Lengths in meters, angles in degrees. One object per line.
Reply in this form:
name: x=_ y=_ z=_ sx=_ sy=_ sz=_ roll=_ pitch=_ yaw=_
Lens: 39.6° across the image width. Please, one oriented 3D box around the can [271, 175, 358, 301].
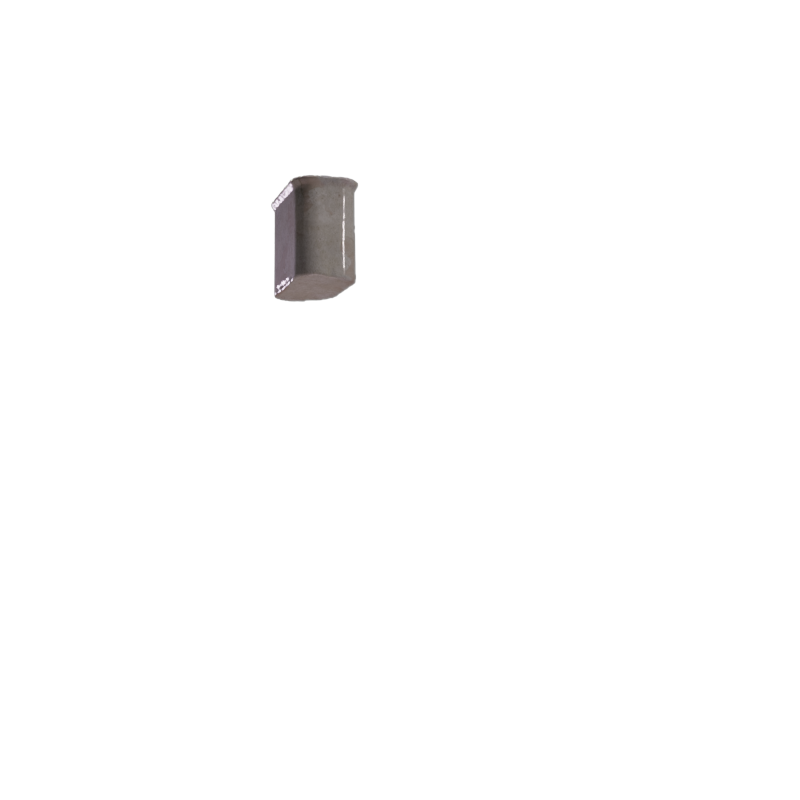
can: x=-0.072 y=-0.132 z=0.923 sx=0.056 sy=0.086 sz=0.101 roll=3 pitch=-11 yaw=-19
